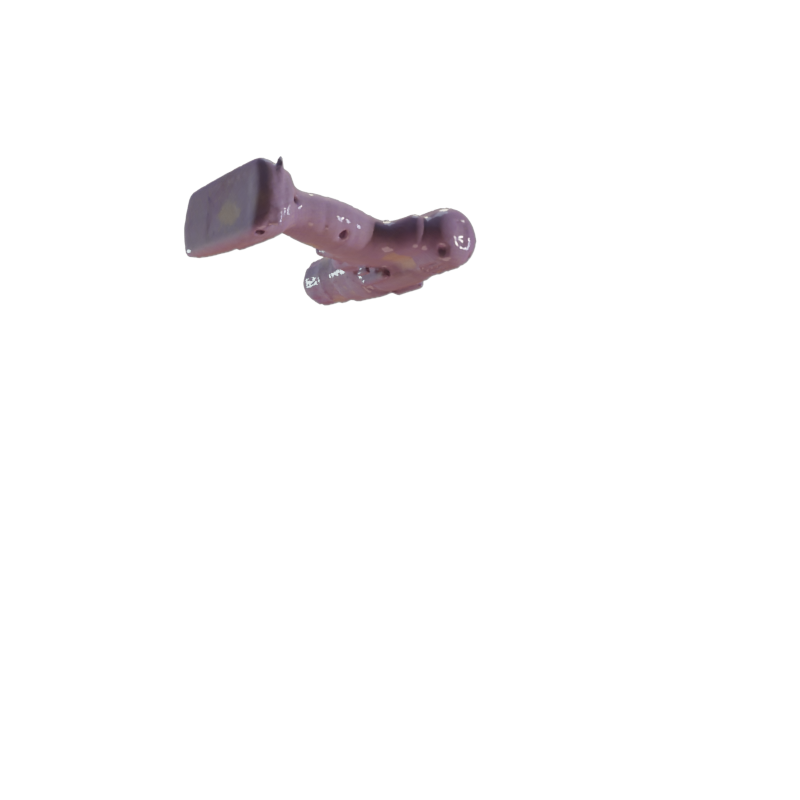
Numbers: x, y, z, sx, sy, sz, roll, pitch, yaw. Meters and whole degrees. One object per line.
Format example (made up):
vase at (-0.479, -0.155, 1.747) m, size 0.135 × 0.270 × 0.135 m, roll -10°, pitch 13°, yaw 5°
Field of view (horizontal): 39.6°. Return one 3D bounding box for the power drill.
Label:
power drill at (-0.066, -0.120, 0.842) m, size 0.178 × 0.060 × 0.187 m, roll 10°, pitch -16°, yaw -38°
